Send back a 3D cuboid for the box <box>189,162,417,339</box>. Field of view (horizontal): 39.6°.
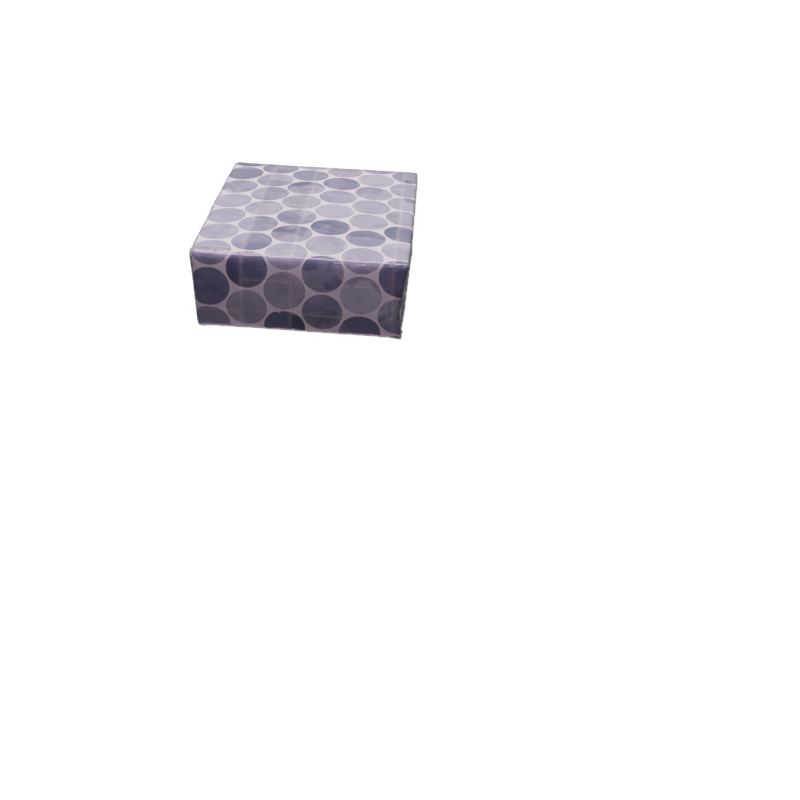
[{"bbox_3d":[-0.039,-0.071,0.497,0.090,0.037,0.120,2,31,3],"label":"box"}]
